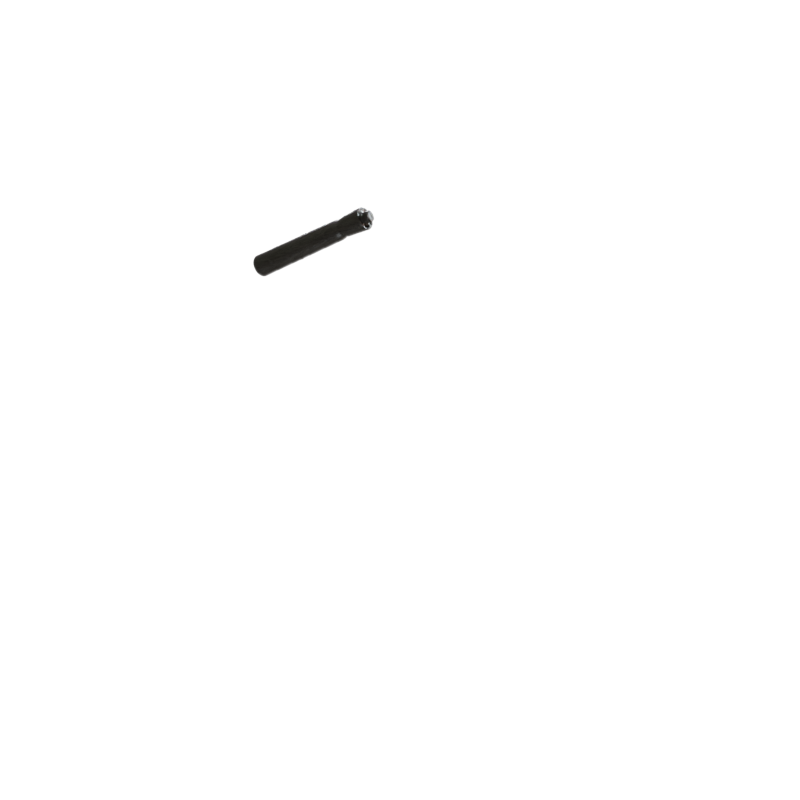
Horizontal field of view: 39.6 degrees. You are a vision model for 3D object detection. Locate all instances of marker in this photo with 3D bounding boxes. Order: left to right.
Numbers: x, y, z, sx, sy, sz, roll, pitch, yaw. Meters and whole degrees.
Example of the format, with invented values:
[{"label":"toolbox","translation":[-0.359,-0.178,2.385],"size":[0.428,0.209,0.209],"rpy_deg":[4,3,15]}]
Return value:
[{"label":"marker","translation":[-0.071,-0.129,0.905],"size":[0.122,0.020,0.019],"rpy_deg":[-18,-8,35]}]
